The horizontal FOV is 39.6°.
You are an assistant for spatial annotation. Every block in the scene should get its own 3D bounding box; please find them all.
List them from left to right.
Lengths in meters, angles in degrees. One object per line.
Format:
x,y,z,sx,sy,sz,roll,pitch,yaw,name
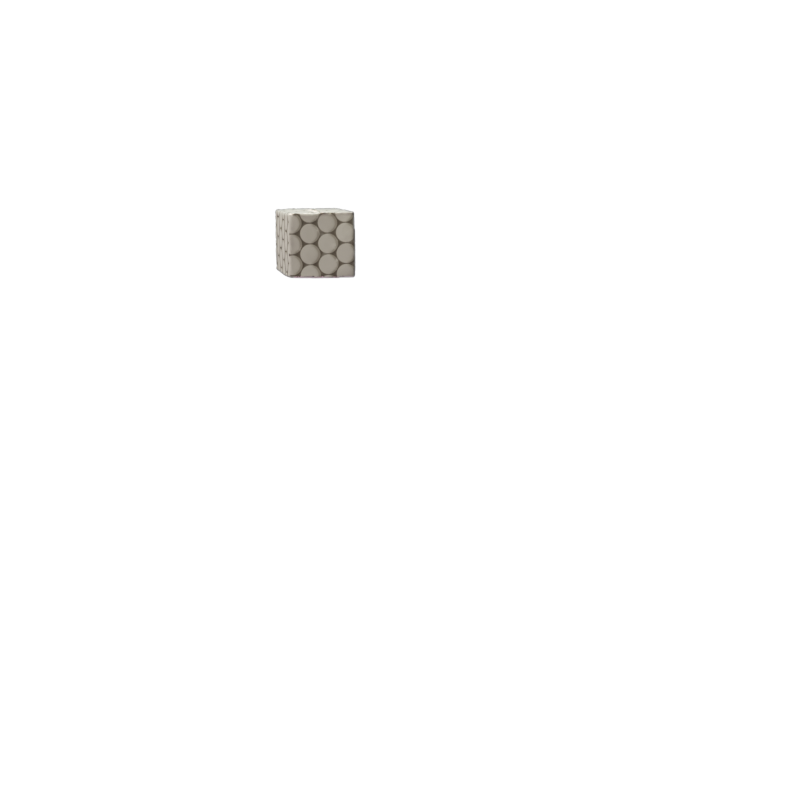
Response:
-0.069,-0.126,0.885,0.052,0.050,0.081,-2,10,-14,block
